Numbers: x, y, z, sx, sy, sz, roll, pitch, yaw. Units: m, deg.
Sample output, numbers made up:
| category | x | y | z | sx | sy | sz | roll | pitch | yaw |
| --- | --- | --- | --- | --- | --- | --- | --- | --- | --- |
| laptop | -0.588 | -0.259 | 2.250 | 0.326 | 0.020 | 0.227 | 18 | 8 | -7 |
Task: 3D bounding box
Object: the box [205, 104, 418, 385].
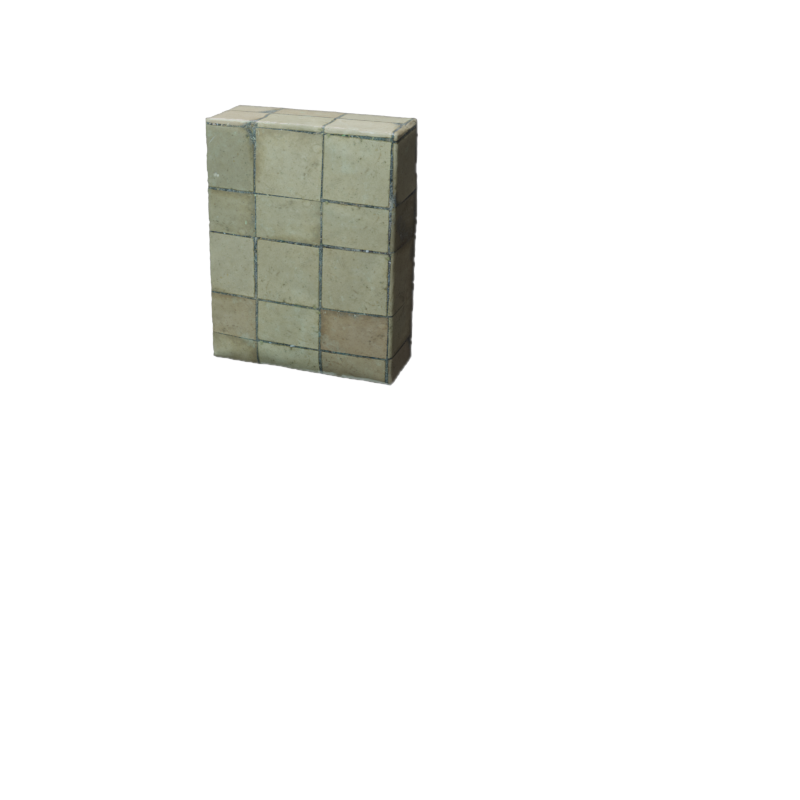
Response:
| category | x | y | z | sx | sy | sz | roll | pitch | yaw |
| --- | --- | --- | --- | --- | --- | --- | --- | --- | --- |
| box | -0.072 | -0.132 | 0.925 | 0.169 | 0.204 | 0.073 | 9 | 21 | 18 |
